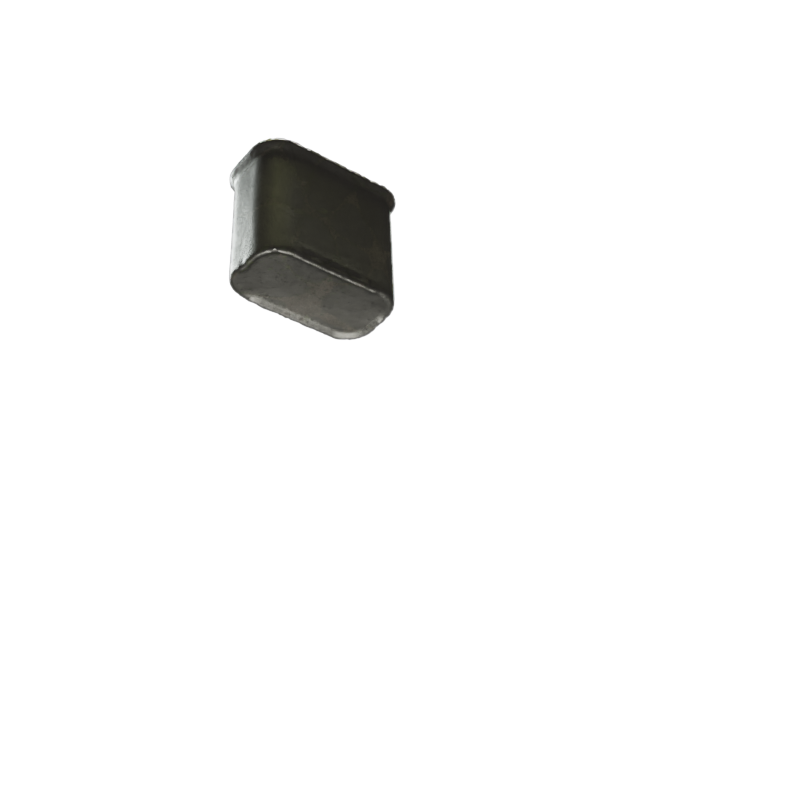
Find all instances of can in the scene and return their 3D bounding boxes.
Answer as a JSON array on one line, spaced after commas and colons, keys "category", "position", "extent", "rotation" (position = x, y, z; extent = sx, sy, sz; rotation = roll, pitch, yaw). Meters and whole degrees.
[{"category": "can", "position": [-0.051, -0.093, 0.653], "extent": [0.097, 0.090, 0.056], "rotation": [22, -44, -28]}]
